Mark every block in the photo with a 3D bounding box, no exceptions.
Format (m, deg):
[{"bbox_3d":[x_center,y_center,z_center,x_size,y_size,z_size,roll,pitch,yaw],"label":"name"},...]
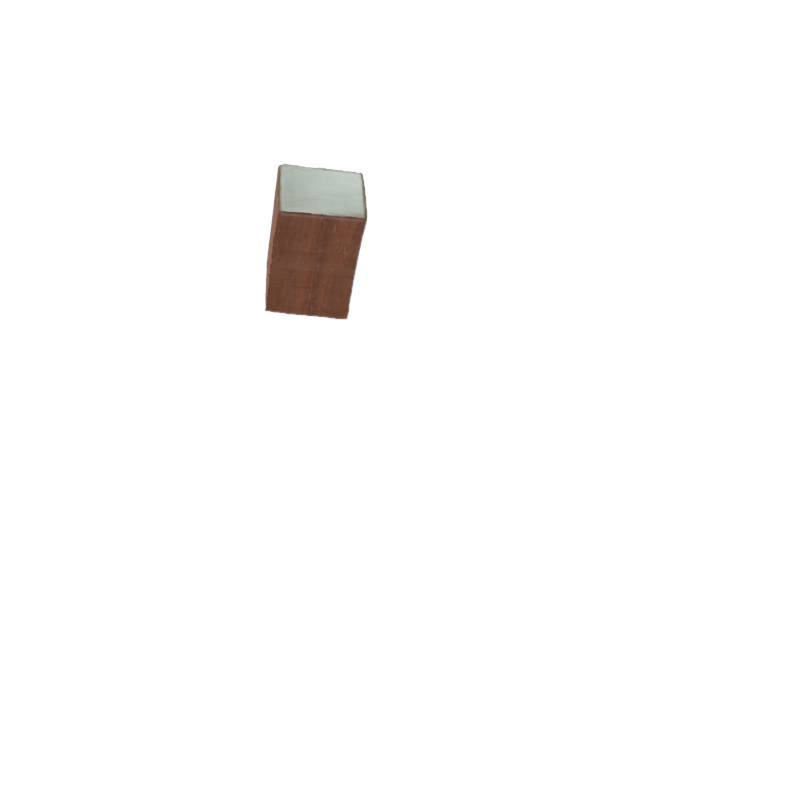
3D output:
[{"bbox_3d":[-0.052,-0.095,0.665,0.052,0.073,0.055,6,41,-8],"label":"block"}]
